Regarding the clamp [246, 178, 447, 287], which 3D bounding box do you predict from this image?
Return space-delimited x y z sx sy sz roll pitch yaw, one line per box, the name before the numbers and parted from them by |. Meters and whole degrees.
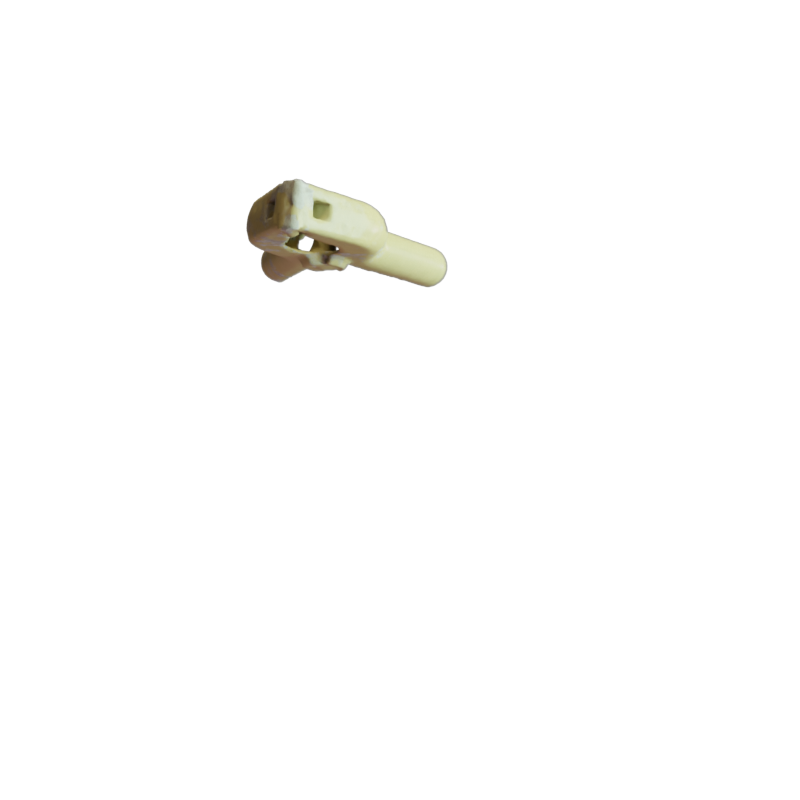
clamp | -0.051 -0.093 0.655 0.123 0.040 0.162 -4 -10 20
